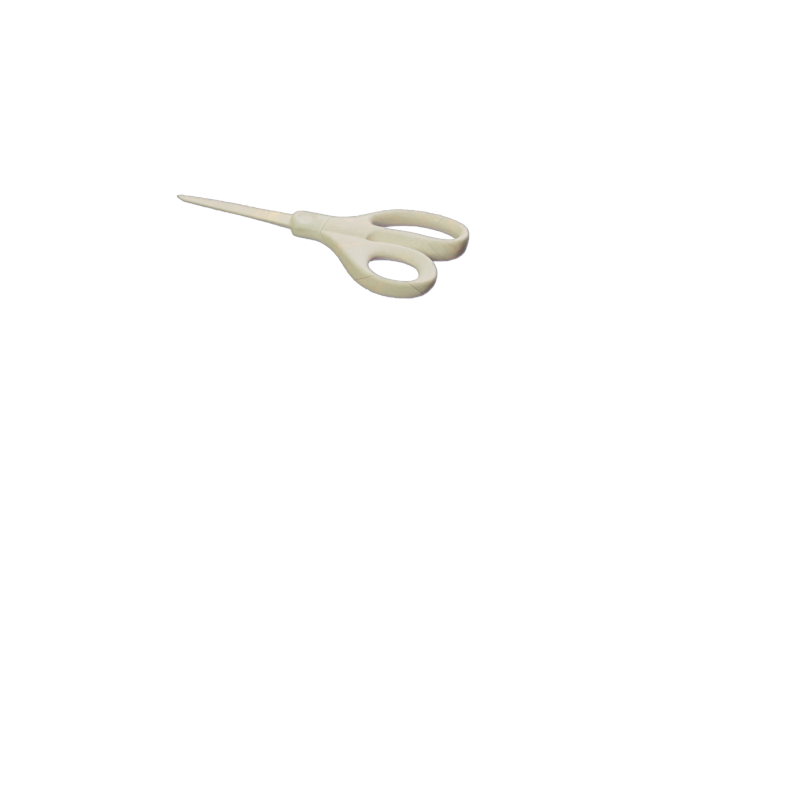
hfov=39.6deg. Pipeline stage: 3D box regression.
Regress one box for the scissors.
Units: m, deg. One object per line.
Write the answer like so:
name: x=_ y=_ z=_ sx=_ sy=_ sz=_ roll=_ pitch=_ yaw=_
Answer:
scissors: x=-0.057 y=-0.103 z=0.724 sx=0.203 sy=0.015 sz=0.102 roll=4 pitch=39 yaw=5
